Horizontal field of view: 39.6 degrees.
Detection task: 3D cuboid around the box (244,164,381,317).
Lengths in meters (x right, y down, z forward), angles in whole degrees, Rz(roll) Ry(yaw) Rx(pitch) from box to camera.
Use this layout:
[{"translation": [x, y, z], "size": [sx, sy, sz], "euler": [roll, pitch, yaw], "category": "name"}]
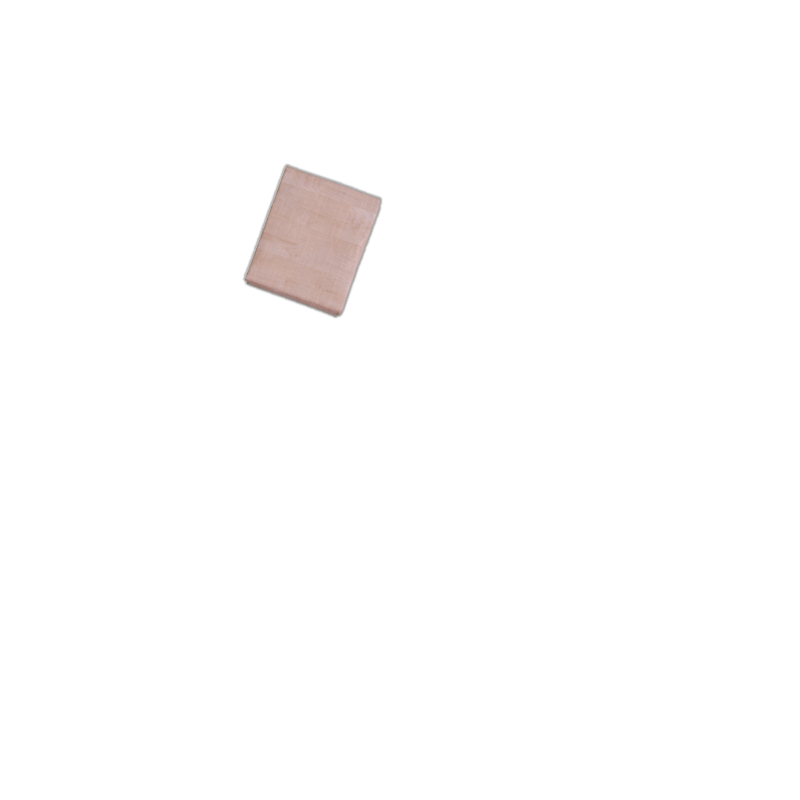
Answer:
[{"translation": [-0.062, -0.112, 0.786], "size": [0.074, 0.091, 0.029], "euler": [19, -10, 3], "category": "box"}]
